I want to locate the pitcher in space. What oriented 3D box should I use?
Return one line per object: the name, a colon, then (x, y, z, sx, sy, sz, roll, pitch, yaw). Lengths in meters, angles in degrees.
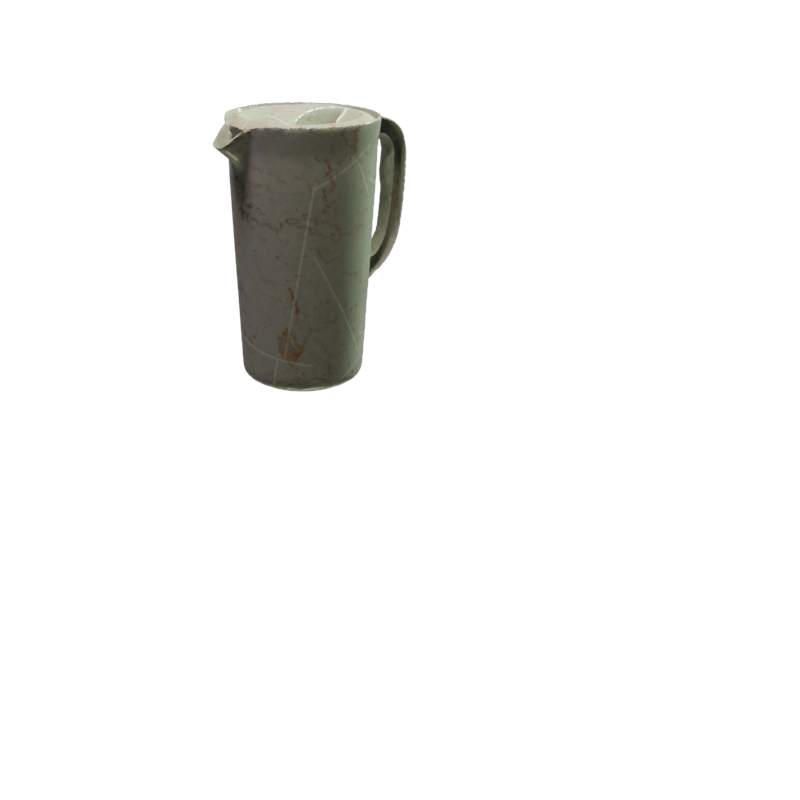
pitcher: (-0.076, -0.139, 0.977, 0.151, 0.233, 0.149, 4, 19, 7)
